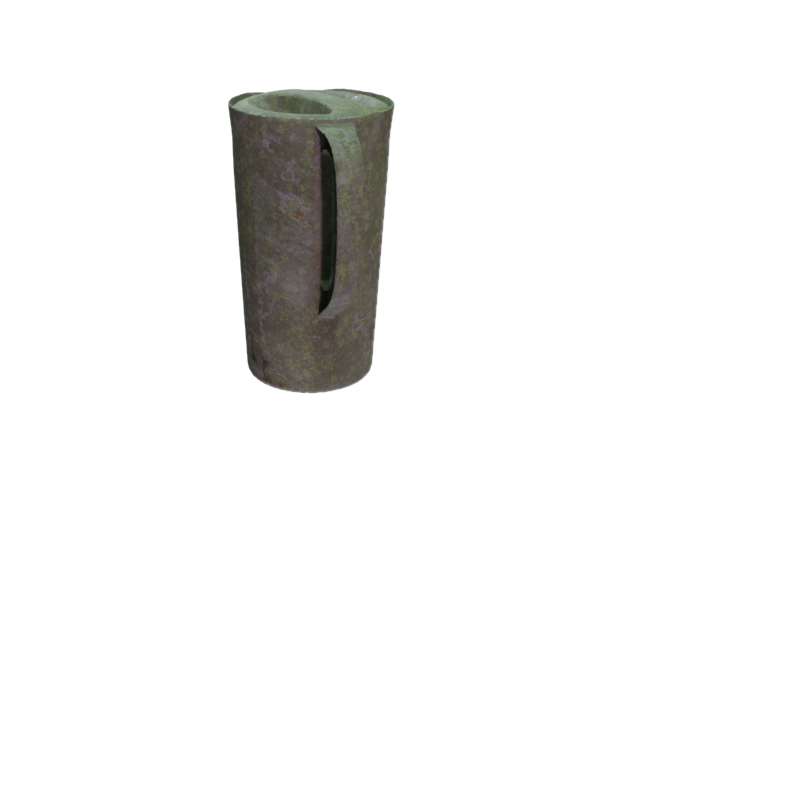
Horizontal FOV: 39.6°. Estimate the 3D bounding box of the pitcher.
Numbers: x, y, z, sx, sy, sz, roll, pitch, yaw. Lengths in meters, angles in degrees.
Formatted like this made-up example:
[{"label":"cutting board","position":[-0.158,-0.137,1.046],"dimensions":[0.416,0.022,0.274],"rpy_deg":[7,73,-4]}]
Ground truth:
[{"label":"pitcher","position":[-0.071,-0.130,0.911],"dimensions":[0.151,0.233,0.150],"rpy_deg":[10,22,23]}]
